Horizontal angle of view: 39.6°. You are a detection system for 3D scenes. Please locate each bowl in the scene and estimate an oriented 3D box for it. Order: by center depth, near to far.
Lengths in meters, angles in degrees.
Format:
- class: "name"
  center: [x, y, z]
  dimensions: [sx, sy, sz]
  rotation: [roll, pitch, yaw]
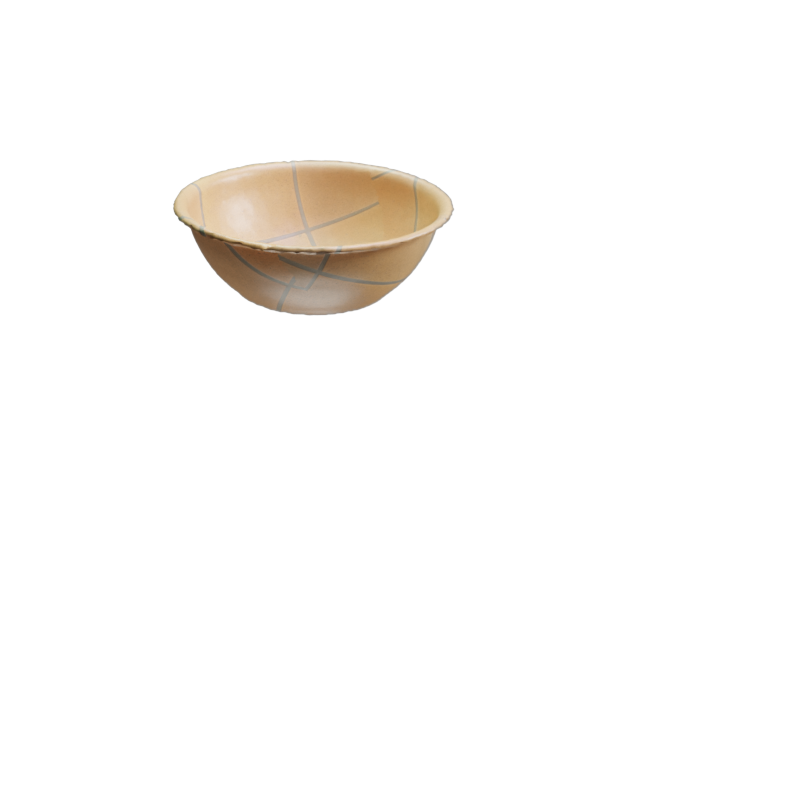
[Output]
- class: "bowl"
  center: [-0.051, -0.093, 0.652]
  dimensions: [0.162, 0.052, 0.171]
  rotation: [-1, 27, -2]
